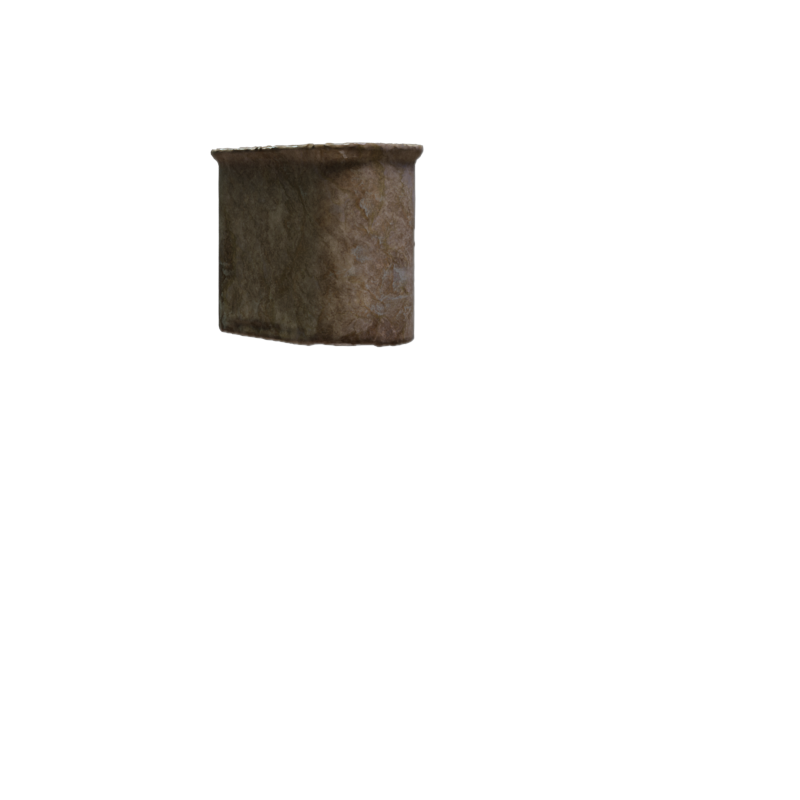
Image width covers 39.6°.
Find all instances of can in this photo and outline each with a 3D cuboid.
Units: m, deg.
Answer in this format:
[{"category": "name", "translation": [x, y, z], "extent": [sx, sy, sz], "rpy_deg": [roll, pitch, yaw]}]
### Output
[{"category": "can", "translation": [-0.038, -0.070, 0.490], "extent": [0.055, 0.083, 0.107], "rpy_deg": [-5, 9, -42]}]
